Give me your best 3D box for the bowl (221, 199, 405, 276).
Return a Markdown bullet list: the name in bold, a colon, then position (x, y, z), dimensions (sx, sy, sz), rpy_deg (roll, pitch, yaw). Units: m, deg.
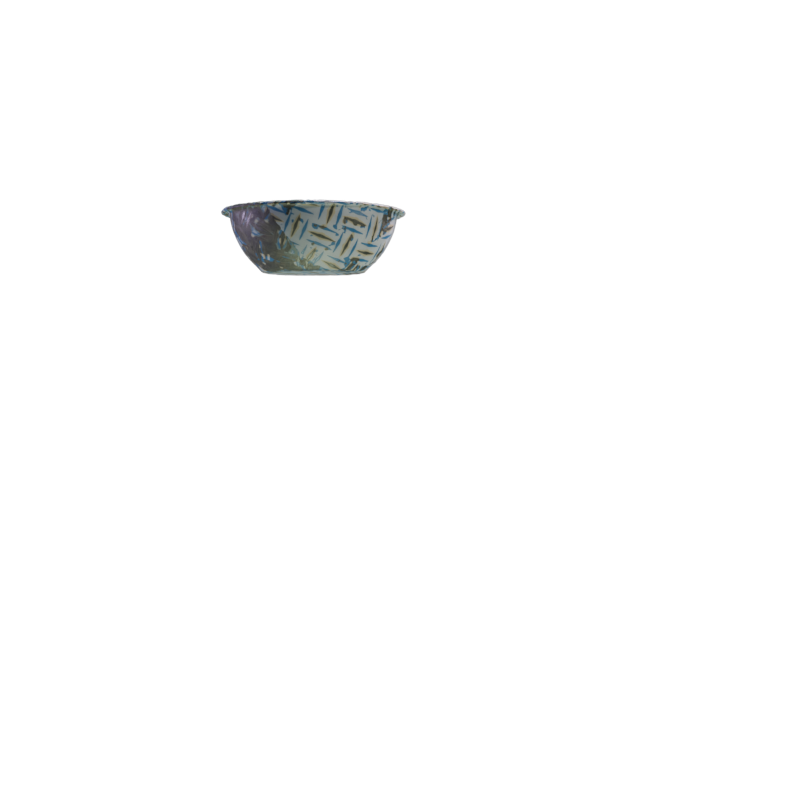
- **bowl**: position (-0.076, -0.139, 0.972), dimensions (0.162, 0.055, 0.162), rpy_deg (0, 2, -2)
